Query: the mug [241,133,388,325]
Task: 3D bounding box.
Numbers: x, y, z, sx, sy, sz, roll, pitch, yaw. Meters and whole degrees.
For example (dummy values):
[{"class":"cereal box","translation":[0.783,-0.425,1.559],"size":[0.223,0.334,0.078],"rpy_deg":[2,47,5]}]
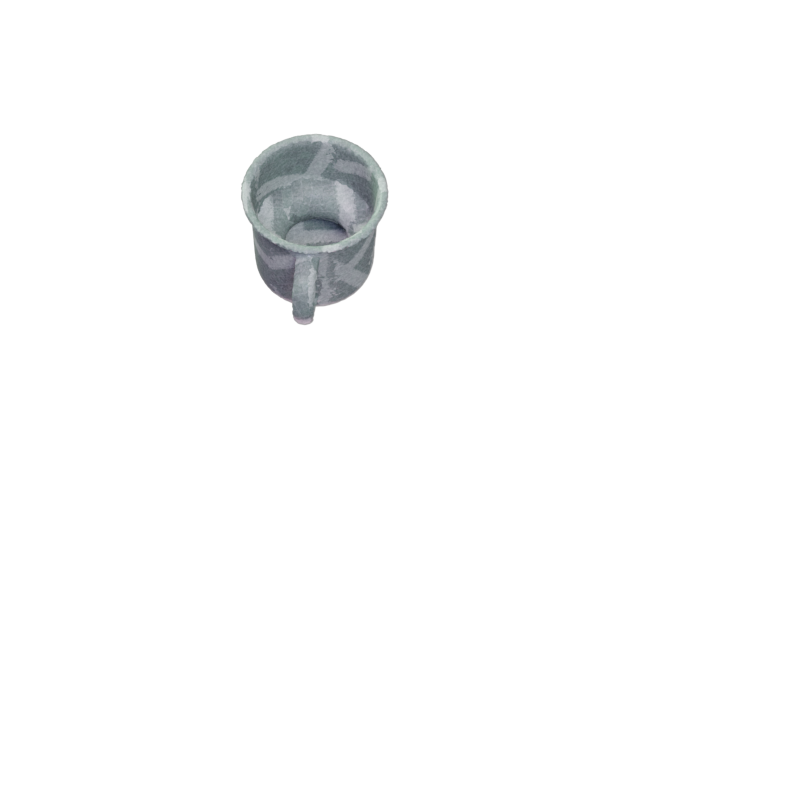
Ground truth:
[{"class":"mug","translation":[-0.057,-0.104,0.725],"size":[0.093,0.125,0.076],"rpy_deg":[2,-30,0]}]
